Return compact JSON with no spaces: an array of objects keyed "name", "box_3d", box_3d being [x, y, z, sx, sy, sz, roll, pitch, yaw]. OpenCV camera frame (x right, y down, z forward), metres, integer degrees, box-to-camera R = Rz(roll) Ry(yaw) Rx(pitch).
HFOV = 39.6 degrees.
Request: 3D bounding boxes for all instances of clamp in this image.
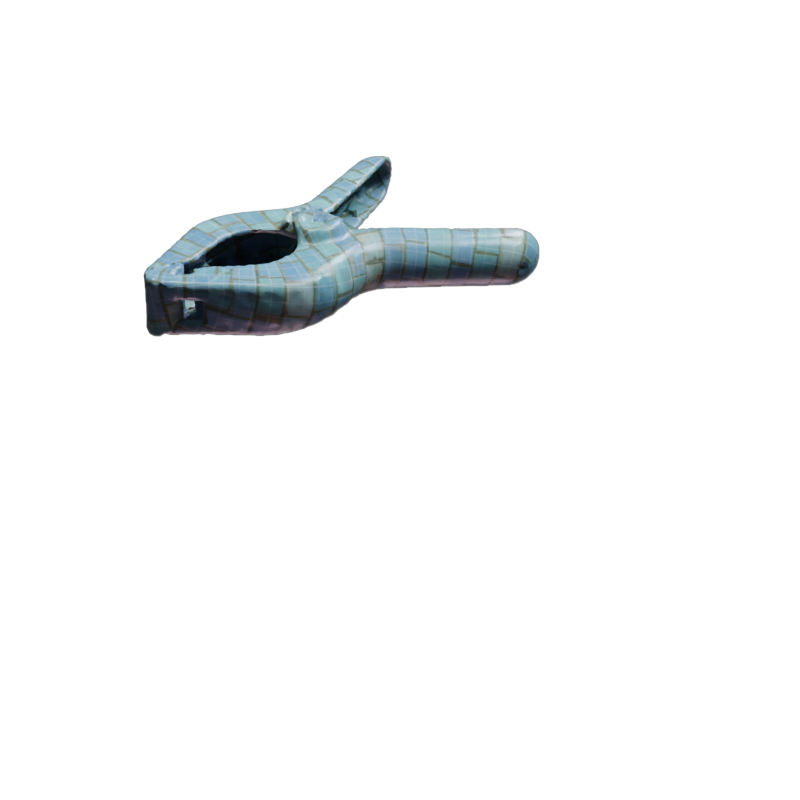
[{"name":"clamp","box_3d":[-0.039,-0.071,0.497,0.168,0.037,0.129,-13,30,-24]}]
